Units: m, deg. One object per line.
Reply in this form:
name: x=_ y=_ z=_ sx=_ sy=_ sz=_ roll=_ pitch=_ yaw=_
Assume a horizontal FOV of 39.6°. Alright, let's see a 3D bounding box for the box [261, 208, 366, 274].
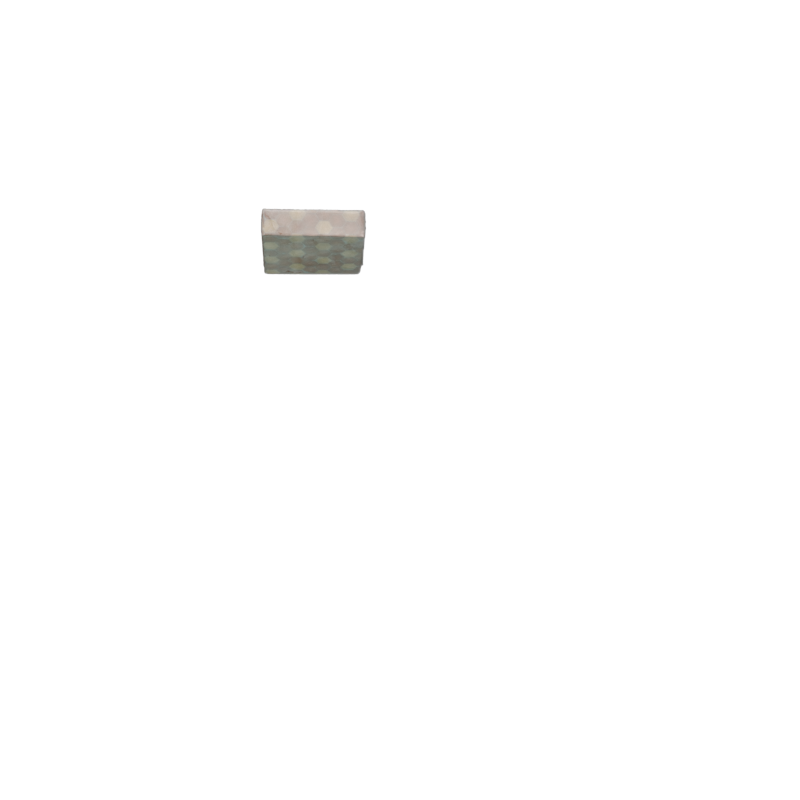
box: x=-0.075 y=-0.138 z=0.965 sx=0.089 sy=0.032 sz=0.069 roll=0 pitch=-22 yaw=-2
